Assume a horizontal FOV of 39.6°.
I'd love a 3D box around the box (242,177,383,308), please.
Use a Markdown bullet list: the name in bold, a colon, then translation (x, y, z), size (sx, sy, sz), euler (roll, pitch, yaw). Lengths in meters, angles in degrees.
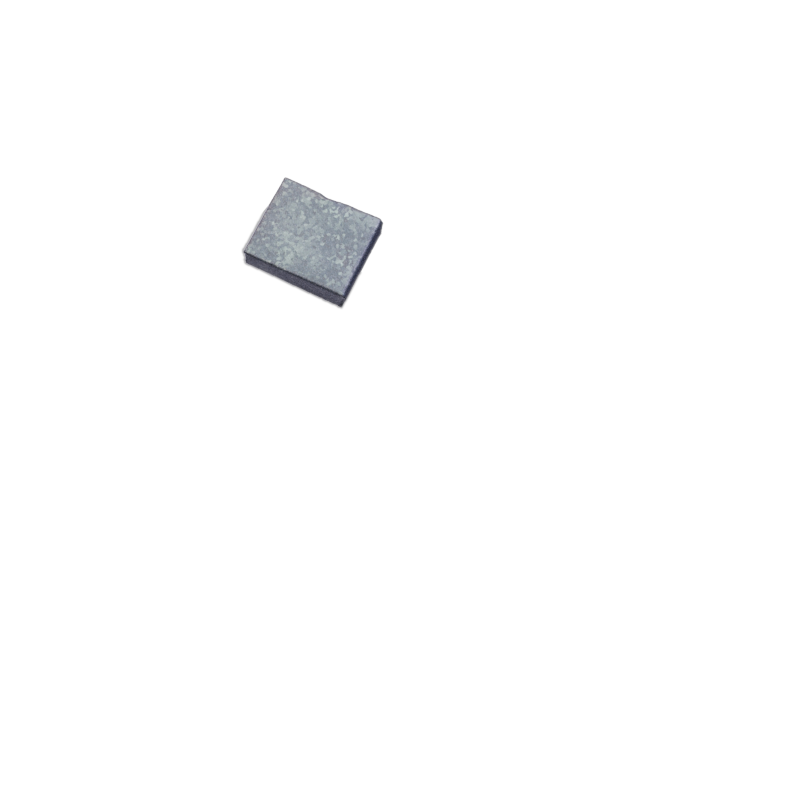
- **box**: translation (-0.069, -0.125, 0.879), size (0.091, 0.075, 0.029), euler (24, -19, 9)
